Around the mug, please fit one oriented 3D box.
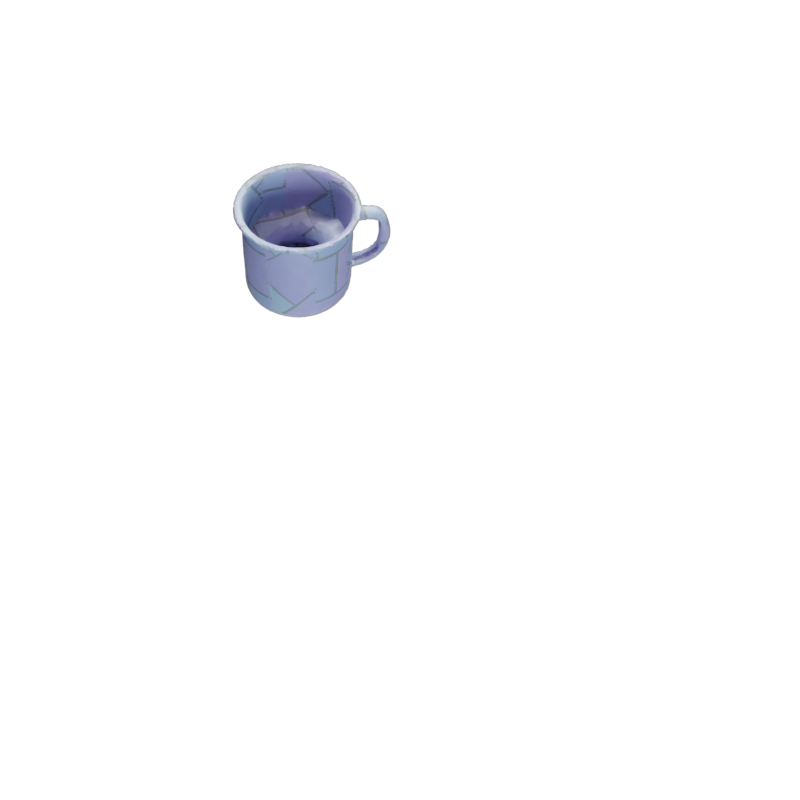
[{"bbox_3d":[-0.065,-0.119,0.831,0.116,0.101,0.076,-11,-39,-10],"label":"mug"}]
